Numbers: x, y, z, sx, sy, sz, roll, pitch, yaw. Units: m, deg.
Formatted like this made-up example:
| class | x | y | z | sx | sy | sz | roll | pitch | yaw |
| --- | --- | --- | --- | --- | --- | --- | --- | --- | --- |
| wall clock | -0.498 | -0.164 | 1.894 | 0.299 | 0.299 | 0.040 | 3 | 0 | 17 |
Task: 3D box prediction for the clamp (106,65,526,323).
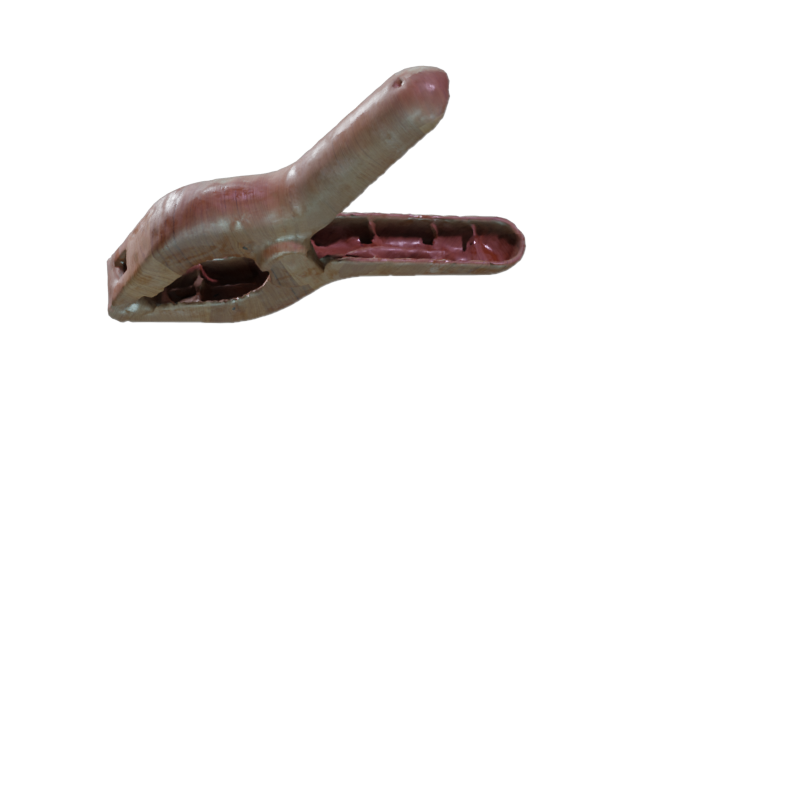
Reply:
| class | x | y | z | sx | sy | sz | roll | pitch | yaw |
| --- | --- | --- | --- | --- | --- | --- | --- | --- | --- |
| clamp | -0.035 | -0.064 | 0.446 | 0.173 | 0.042 | 0.111 | -18 | -38 | 24 |
